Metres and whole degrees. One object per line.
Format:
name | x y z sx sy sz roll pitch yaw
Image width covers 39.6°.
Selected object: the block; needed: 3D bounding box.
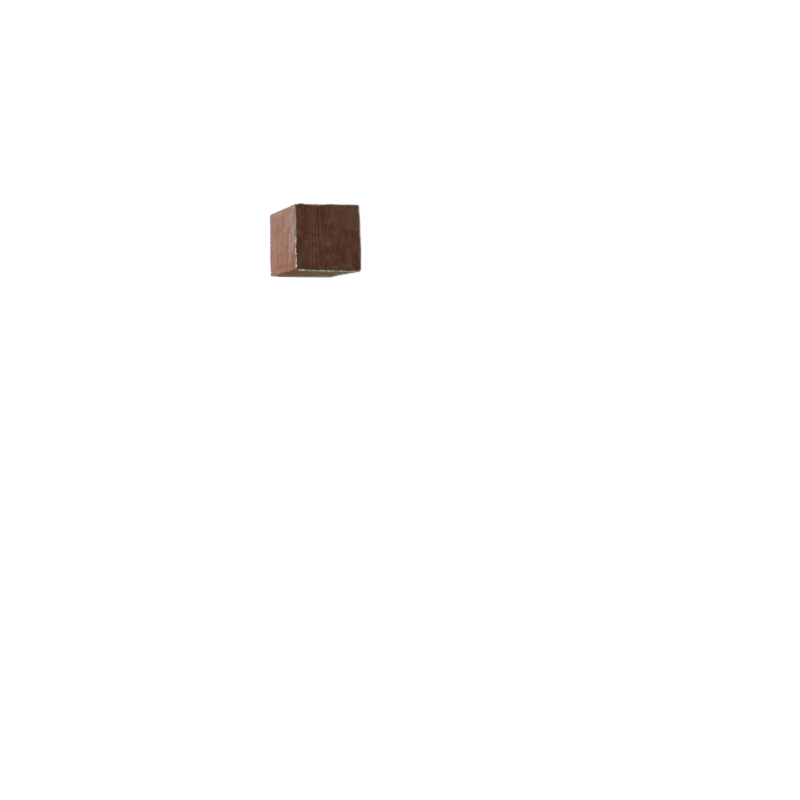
block | -0.067 -0.122 0.857 0.051 0.052 0.079 0 0 -20
